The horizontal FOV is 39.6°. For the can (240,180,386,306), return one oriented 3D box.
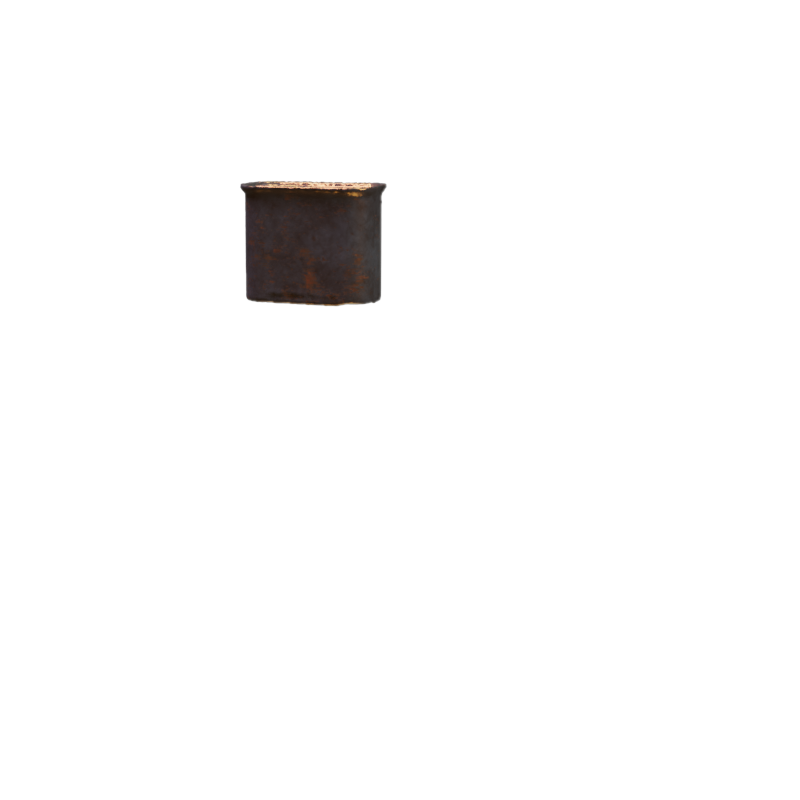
[{"bbox_3d":[-0.062,-0.113,0.795,0.104,0.082,0.057,4,10,18],"label":"can"}]
